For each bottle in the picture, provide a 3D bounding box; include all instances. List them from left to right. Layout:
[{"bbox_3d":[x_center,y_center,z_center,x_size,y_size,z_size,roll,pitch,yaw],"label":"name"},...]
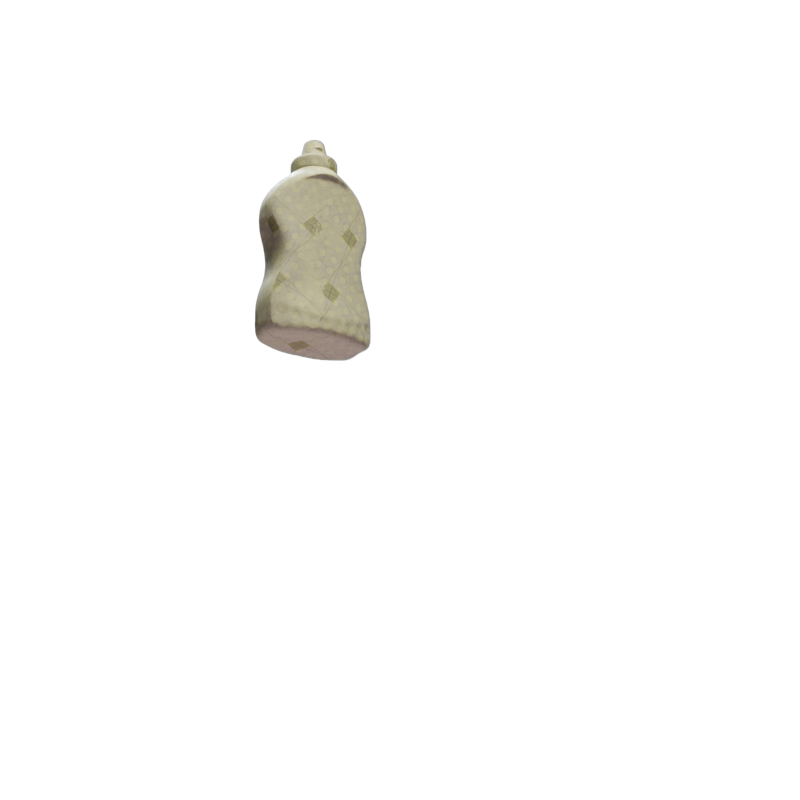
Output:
[{"bbox_3d":[-0.073,-0.134,0.937,0.092,0.203,0.058,12,-28,-28],"label":"bottle"}]
